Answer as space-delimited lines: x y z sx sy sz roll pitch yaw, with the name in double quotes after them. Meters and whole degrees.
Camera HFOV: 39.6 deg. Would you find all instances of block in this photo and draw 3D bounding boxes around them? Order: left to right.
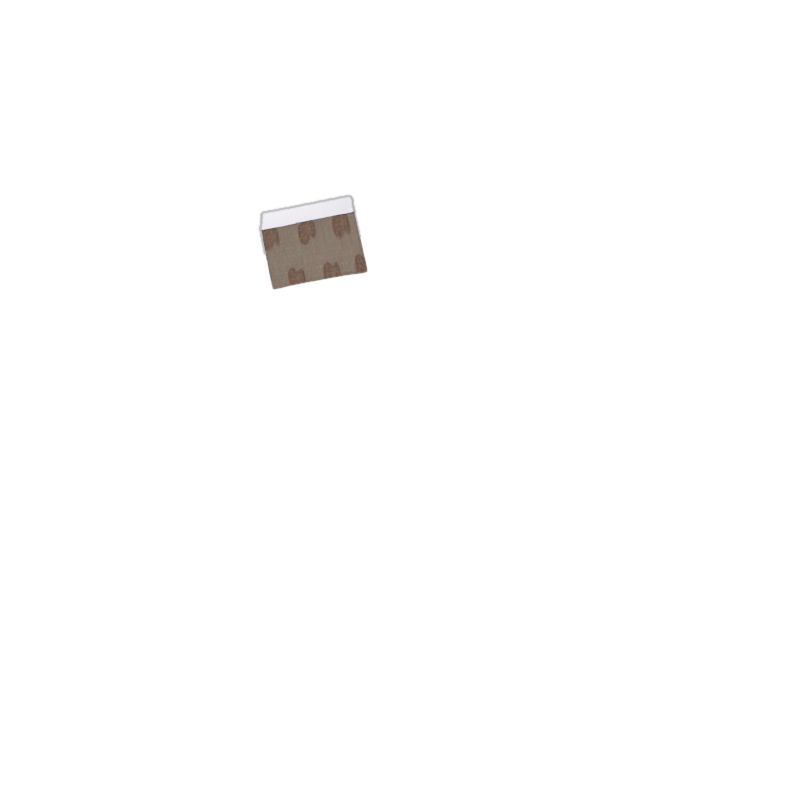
-0.070 -0.127 0.891 0.078 0.050 0.054 -10 21 2 "block"
